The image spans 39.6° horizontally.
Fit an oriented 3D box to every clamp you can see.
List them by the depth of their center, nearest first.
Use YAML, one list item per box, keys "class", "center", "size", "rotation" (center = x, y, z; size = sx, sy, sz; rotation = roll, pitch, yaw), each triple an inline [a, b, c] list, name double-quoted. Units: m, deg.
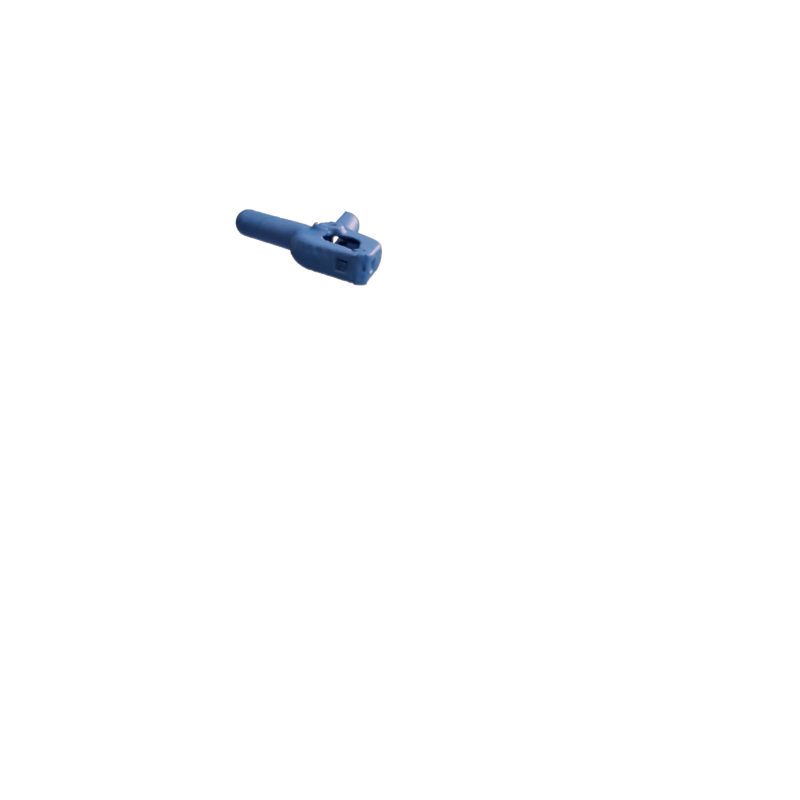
- class: "clamp"
  center: [-0.076, -0.139, 0.974]
  size: [0.118, 0.038, 0.181]
  rotation: [-5, 21, -14]
